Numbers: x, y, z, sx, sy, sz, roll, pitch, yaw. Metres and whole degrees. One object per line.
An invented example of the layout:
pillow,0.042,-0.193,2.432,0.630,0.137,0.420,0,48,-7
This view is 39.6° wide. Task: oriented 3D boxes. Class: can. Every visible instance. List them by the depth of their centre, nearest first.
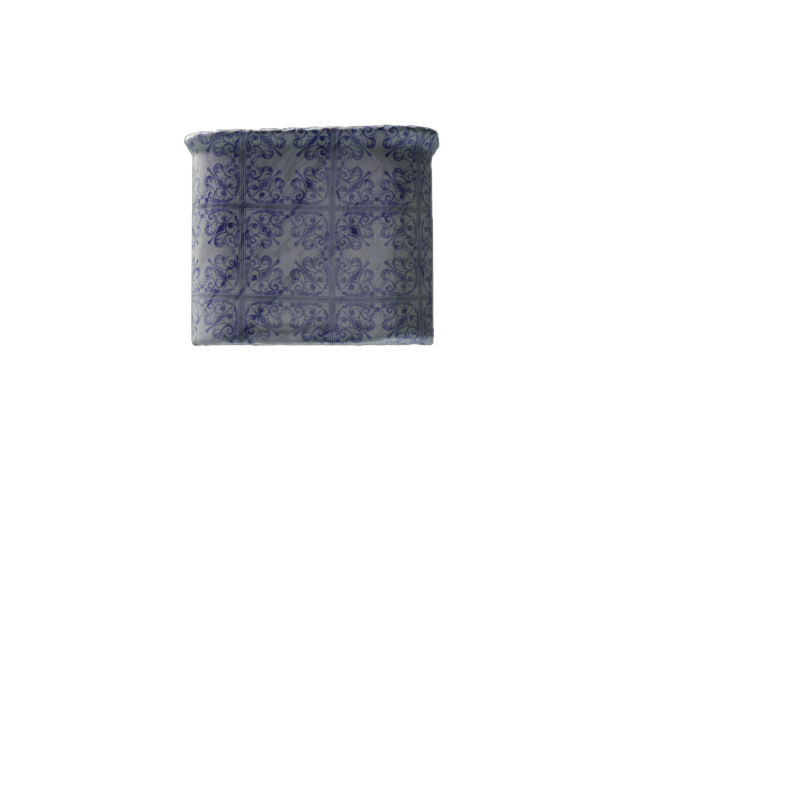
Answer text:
can,-0.035,-0.064,0.447,0.103,0.085,0.056,0,-3,6
